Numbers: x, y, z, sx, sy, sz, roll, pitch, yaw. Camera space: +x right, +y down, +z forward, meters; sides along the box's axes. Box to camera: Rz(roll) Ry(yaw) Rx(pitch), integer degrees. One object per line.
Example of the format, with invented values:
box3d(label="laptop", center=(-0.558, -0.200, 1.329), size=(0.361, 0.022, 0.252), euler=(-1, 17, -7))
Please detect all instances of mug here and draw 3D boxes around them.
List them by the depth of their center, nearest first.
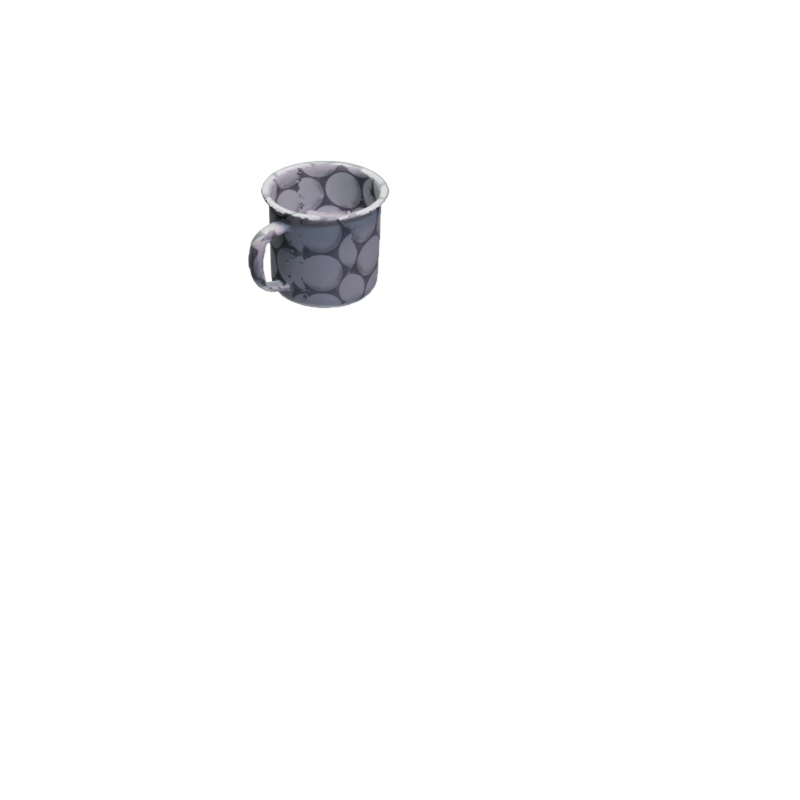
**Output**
box3d(label="mug", center=(-0.064, -0.117, 0.820), size=(0.099, 0.076, 0.117), euler=(28, 43, 33))
